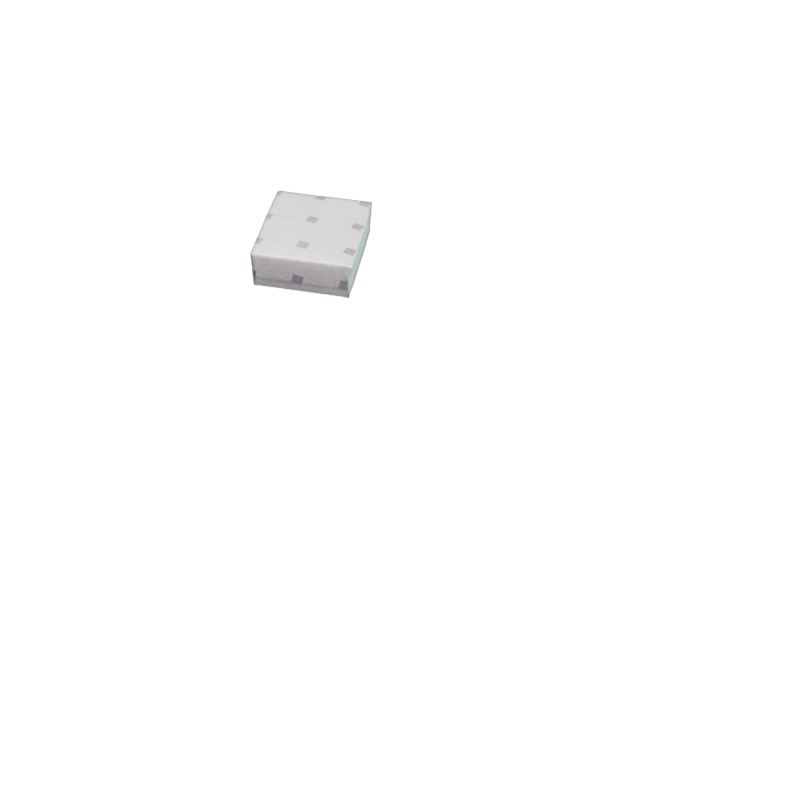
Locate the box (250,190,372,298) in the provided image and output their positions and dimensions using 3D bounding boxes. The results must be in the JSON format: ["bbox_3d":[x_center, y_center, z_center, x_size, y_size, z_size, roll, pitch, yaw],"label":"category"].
[{"bbox_3d":[-0.078,-0.142,0.991,0.091,0.036,0.120,6,40,7],"label":"box"}]
